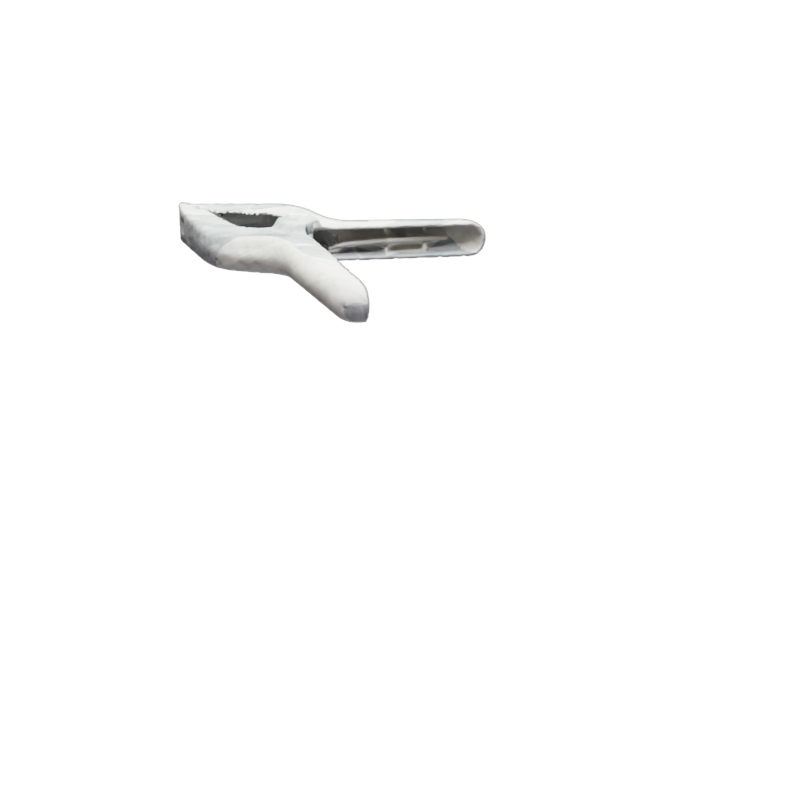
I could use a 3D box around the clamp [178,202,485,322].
[{"bbox_3d":[-0.059,-0.107,0.747,0.222,0.035,0.163,18,30,35],"label":"clamp"}]
